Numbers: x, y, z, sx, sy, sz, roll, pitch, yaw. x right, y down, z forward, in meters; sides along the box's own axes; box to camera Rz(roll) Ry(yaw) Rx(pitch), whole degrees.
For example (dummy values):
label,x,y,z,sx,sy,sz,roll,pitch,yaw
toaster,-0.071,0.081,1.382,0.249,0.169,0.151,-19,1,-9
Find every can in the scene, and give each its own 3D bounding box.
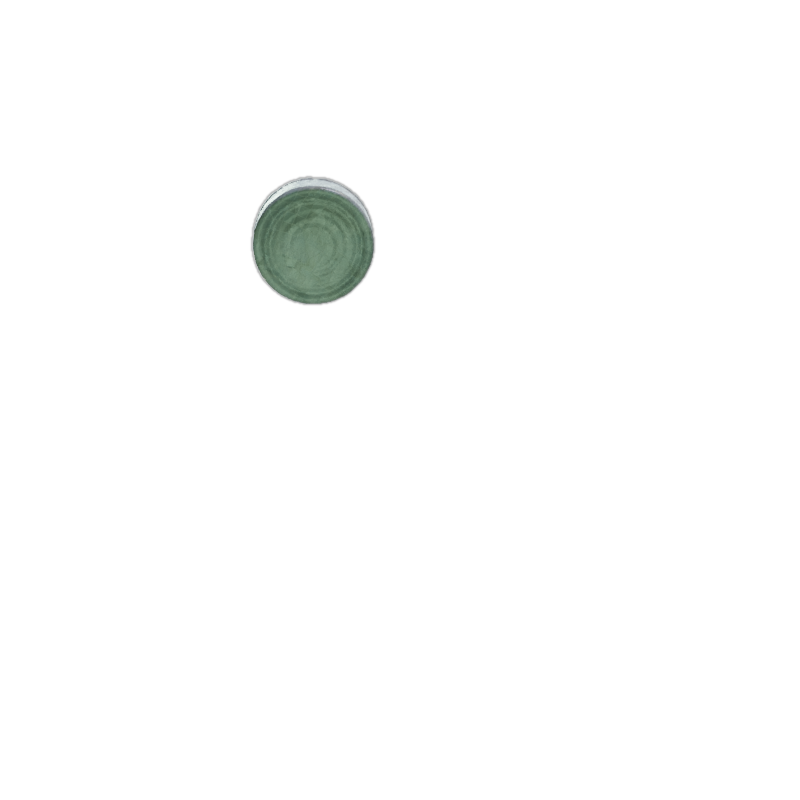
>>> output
label,x,y,z,sx,sy,sz,roll,pitch,yaw
can,-0.061,-0.111,0.776,0.086,0.083,0.035,0,15,-1
